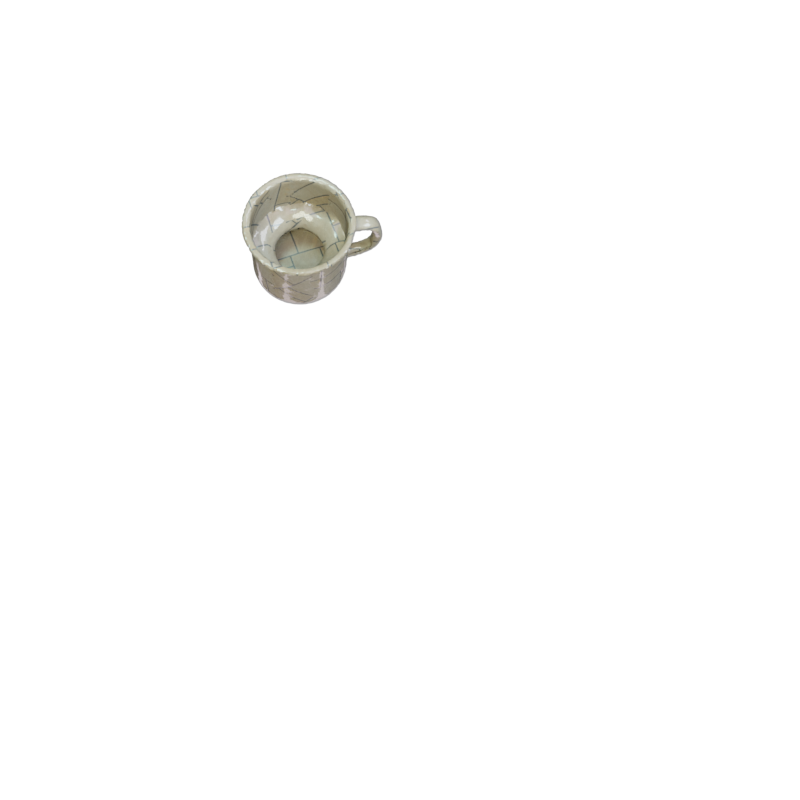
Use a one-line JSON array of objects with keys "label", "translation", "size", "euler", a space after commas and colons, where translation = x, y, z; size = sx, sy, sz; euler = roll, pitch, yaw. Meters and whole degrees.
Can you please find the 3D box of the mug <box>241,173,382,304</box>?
[{"label": "mug", "translation": [-0.073, -0.134, 0.937], "size": [0.116, 0.099, 0.077], "euler": [-11, -22, -6]}]
